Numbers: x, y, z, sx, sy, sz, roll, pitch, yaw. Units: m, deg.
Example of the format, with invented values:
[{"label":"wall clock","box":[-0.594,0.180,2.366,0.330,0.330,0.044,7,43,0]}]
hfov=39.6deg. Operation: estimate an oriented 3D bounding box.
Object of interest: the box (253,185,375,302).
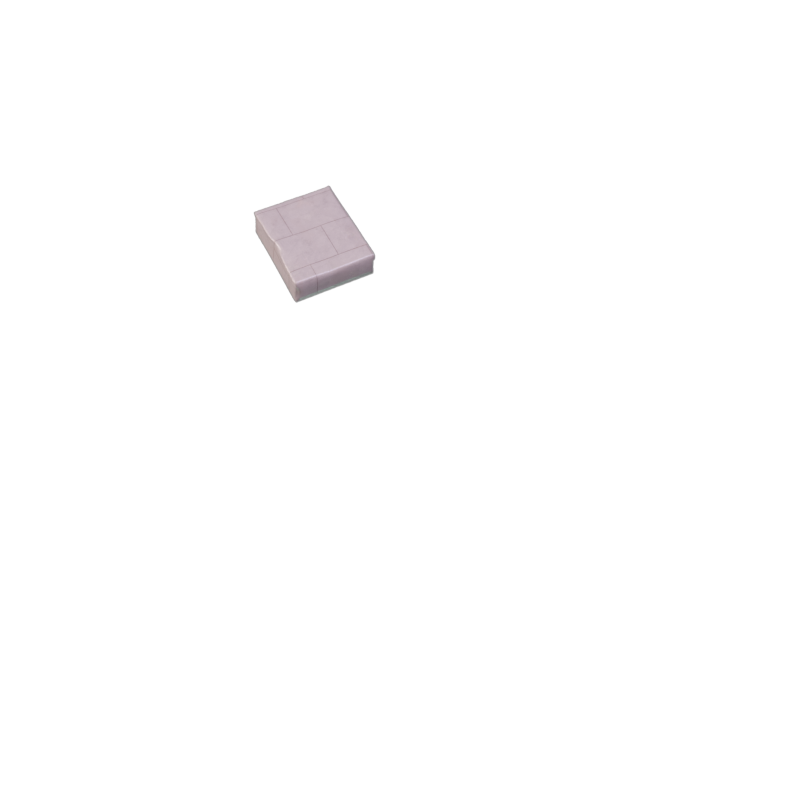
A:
[{"label":"box","box":[-0.073,-0.133,0.933,0.073,0.096,0.028,-21,-33,-15]}]
